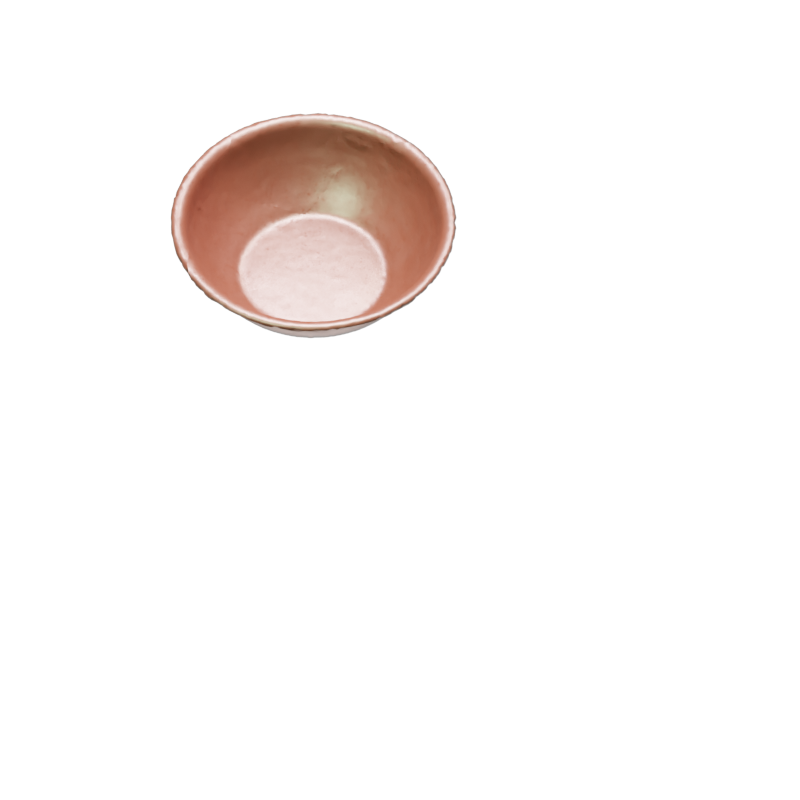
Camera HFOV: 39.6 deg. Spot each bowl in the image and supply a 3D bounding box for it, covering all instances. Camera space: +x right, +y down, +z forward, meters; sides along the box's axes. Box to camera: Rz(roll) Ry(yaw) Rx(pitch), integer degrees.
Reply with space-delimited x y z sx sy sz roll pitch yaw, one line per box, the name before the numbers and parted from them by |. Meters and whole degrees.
bowl | -0.051 -0.093 0.648 0.162 0.174 0.051 -1 -36 -1
